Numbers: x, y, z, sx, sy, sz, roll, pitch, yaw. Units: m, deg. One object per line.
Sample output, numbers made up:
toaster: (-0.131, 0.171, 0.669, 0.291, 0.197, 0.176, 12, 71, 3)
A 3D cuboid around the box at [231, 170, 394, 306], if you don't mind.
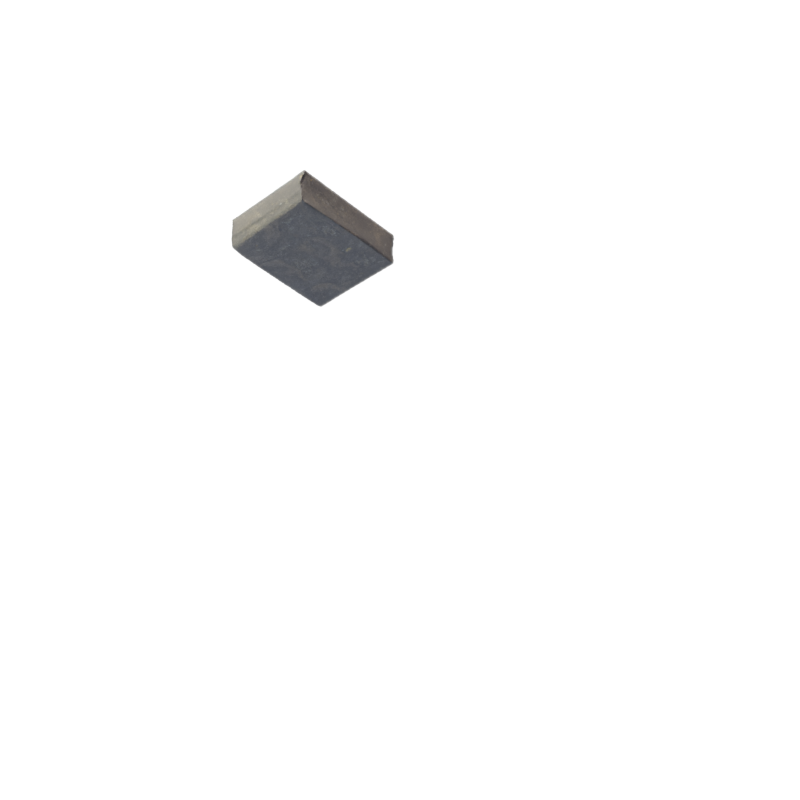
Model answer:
box: (-0.074, -0.135, 0.947, 0.089, 0.042, 0.106, -30, -46, 33)
